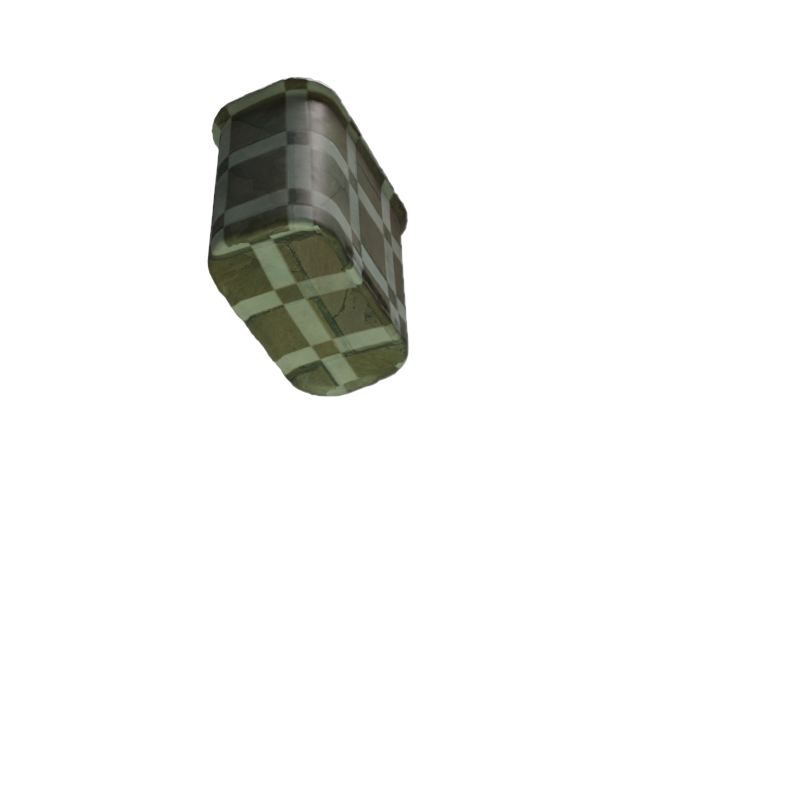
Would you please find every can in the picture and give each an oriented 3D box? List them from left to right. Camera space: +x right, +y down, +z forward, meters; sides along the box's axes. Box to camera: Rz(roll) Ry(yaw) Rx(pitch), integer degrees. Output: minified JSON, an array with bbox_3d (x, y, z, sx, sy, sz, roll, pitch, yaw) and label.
[{"bbox_3d":[-0.035,-0.064,0.448,0.058,0.090,0.094,-19,-45,17],"label":"can"}]
